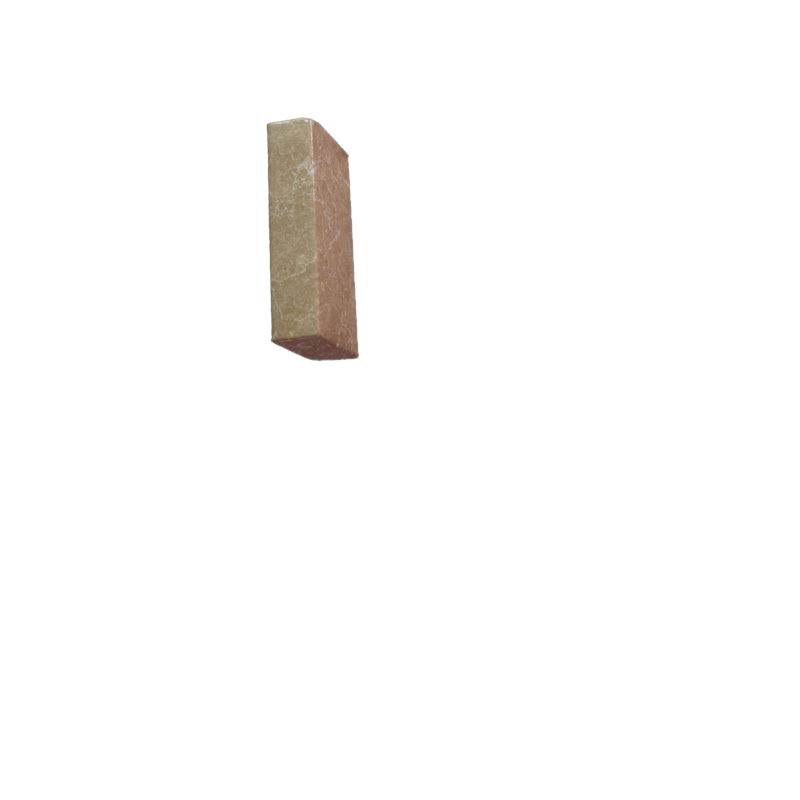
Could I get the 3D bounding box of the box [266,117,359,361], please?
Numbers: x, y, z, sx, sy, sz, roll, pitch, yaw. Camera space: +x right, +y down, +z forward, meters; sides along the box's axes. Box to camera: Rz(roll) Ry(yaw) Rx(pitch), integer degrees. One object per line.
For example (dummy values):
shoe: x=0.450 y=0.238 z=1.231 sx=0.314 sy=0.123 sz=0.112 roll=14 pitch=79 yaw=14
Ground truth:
box: x=-0.068 y=-0.124 z=0.871 sx=0.049 sy=0.183 sz=0.088 roll=-6 pitch=-15 yaw=17
